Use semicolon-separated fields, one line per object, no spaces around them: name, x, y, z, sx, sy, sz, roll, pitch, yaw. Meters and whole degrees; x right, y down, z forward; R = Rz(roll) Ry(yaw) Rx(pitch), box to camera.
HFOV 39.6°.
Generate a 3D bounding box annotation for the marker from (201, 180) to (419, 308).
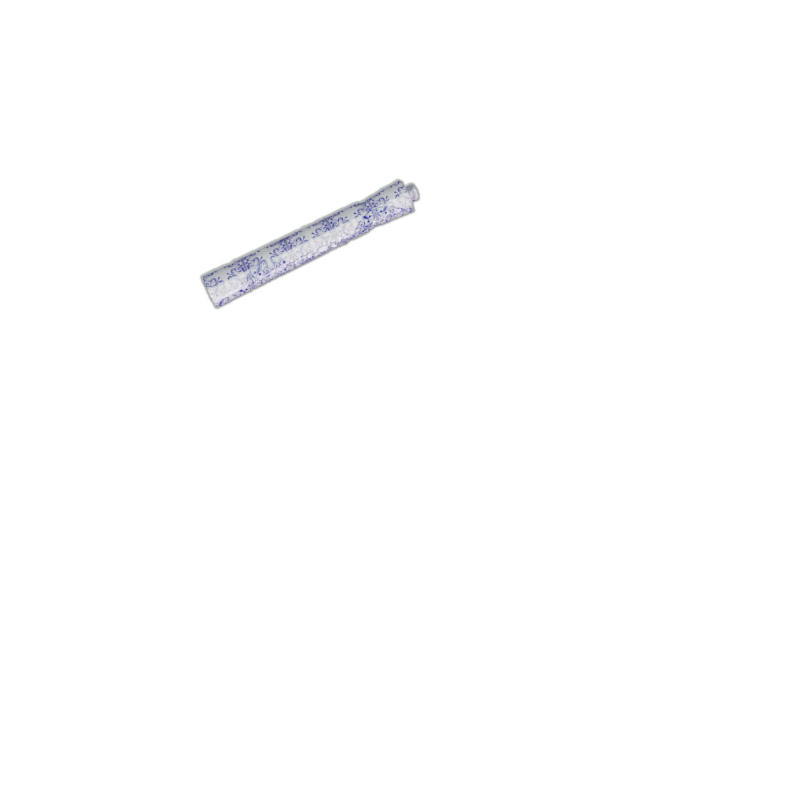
marker;-0.045;-0.082;0.577;0.121;0.020;0.020;-27;7;-4
